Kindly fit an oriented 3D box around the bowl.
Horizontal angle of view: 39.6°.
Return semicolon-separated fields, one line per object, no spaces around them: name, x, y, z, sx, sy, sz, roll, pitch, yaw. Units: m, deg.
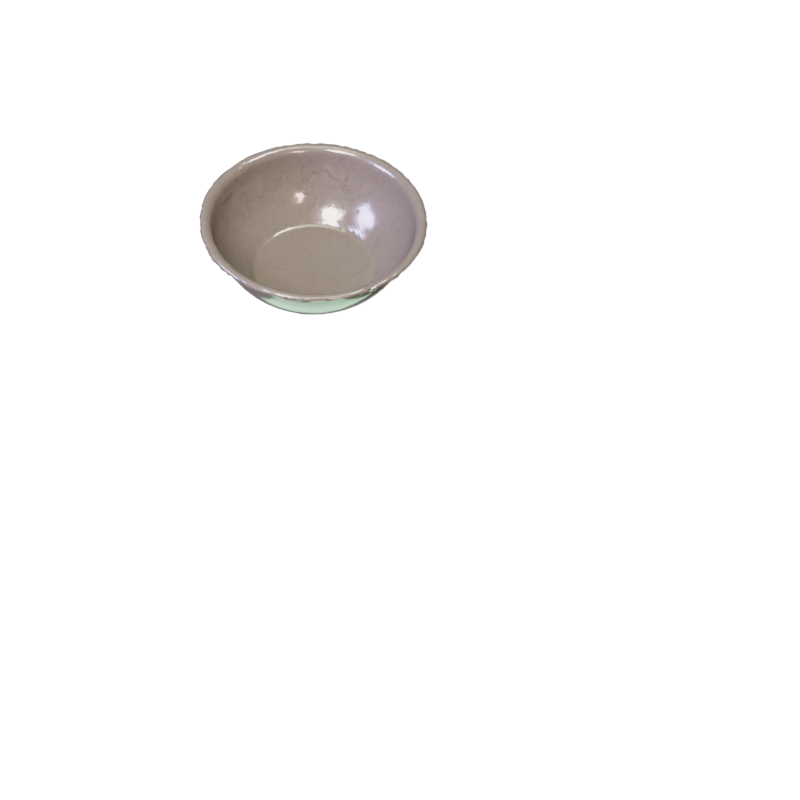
bowl;-0.063;-0.115;0.802;0.162;0.174;0.051;-1;-41;-1
